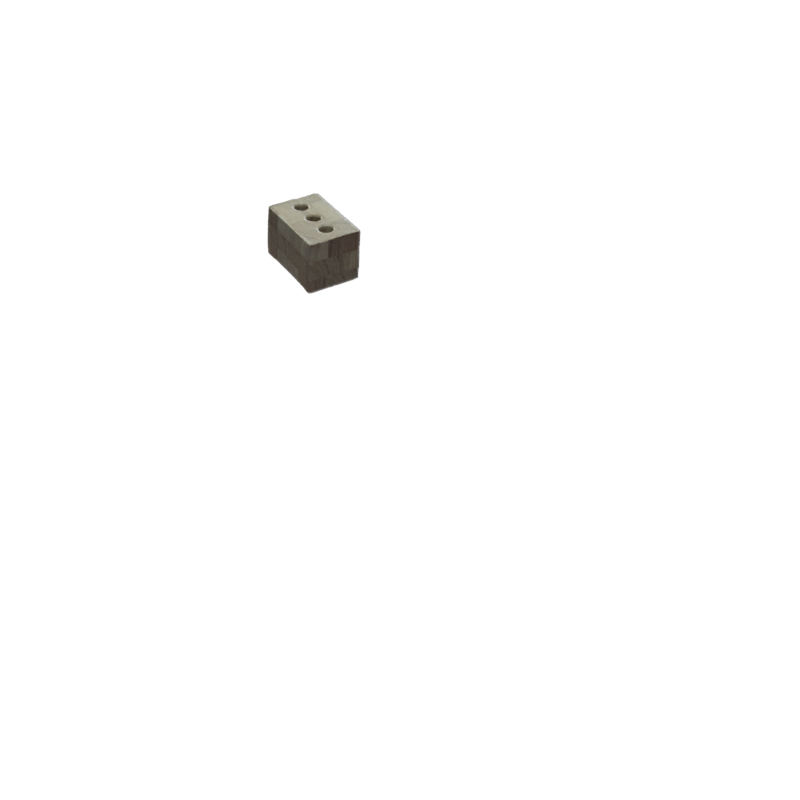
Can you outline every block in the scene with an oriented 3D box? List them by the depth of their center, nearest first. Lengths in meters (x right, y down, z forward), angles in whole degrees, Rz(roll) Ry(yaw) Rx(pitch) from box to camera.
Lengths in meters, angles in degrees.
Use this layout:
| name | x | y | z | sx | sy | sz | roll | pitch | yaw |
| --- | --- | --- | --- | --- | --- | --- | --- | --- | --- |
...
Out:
| name | x | y | z | sx | sy | sz | roll | pitch | yaw |
| --- | --- | --- | --- | --- | --- | --- | --- | --- | --- |
| block | -0.076 | -0.139 | 0.976 | 0.052 | 0.048 | 0.084 | -19 | 41 | -26 |
